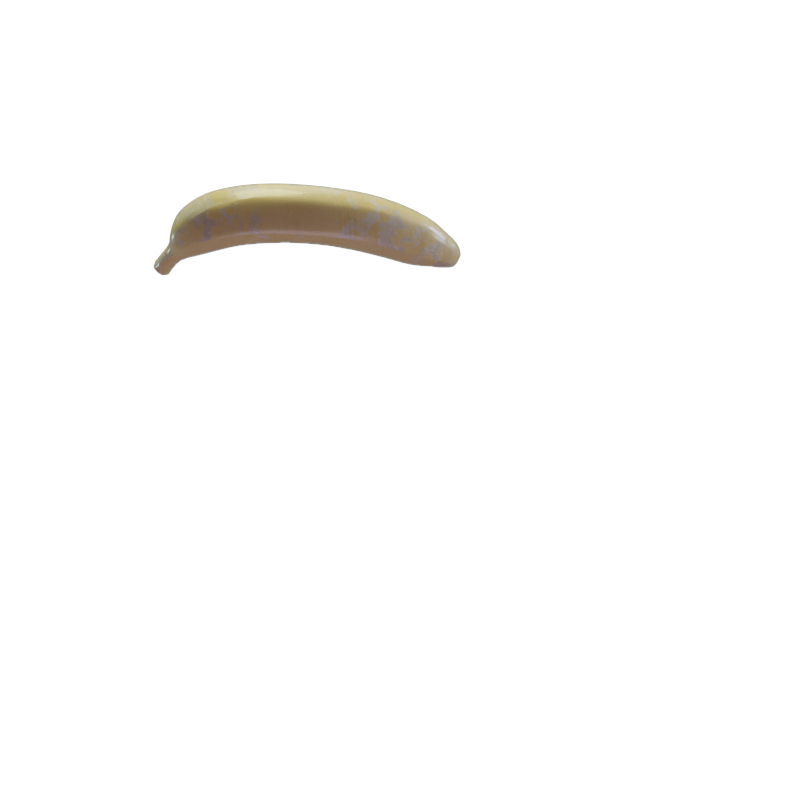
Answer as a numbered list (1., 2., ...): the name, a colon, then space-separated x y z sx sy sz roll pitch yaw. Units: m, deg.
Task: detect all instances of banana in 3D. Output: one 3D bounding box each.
1. banana: -0.058 -0.108 0.696 0.197 0.039 0.066 0 -23 -1
